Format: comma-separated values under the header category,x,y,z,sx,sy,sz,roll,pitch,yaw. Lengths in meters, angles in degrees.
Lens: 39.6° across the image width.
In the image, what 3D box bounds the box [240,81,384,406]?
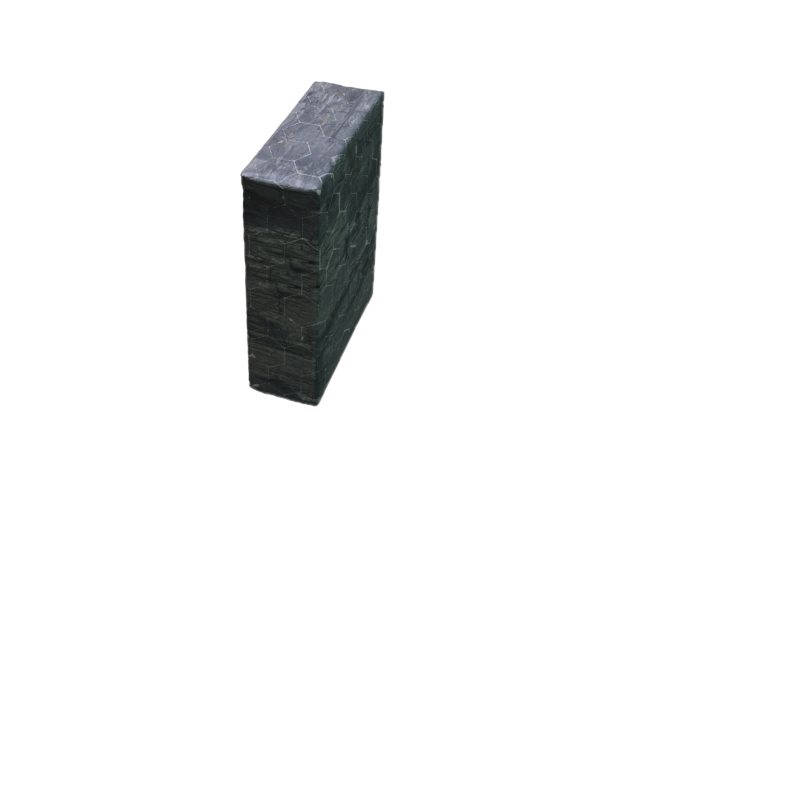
category,x,y,z,sx,sy,sz,roll,pitch,yaw
box,-0.072,-0.131,0.915,0.073,0.200,0.171,12,40,11
